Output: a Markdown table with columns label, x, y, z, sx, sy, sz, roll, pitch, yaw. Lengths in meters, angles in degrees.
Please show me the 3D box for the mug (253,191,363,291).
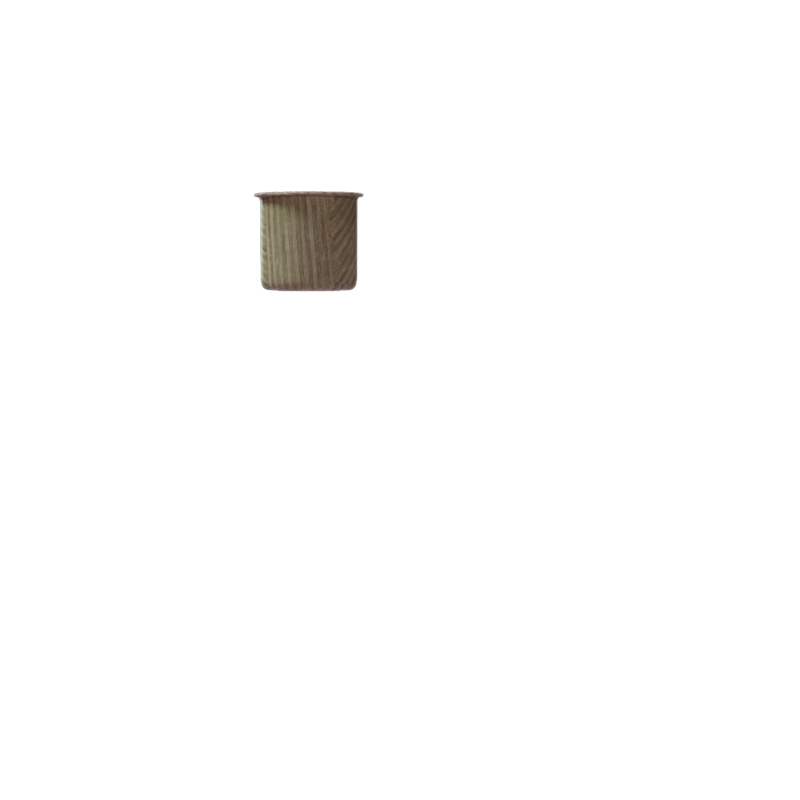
| label | x | y | z | sx | sy | sz | roll | pitch | yaw |
| --- | --- | --- | --- | --- | --- | --- | --- | --- | --- |
| mug | -0.074 | -0.135 | 0.947 | 0.095 | 0.081 | 0.115 | 1 | 5 | 15 |
